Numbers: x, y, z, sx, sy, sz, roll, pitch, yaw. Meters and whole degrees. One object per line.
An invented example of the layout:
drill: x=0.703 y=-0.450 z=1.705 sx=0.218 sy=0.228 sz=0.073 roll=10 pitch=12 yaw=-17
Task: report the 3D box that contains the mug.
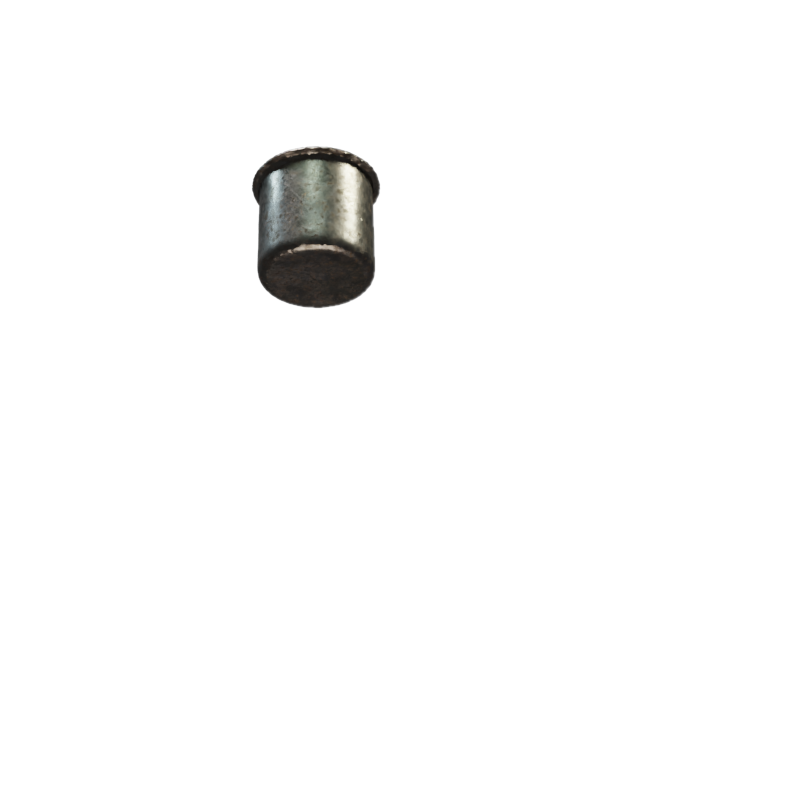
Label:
mug: x=-0.062 y=-0.113 z=0.793 sx=0.092 sy=0.087 sz=0.111 roll=6 pitch=-32 yaw=-11
